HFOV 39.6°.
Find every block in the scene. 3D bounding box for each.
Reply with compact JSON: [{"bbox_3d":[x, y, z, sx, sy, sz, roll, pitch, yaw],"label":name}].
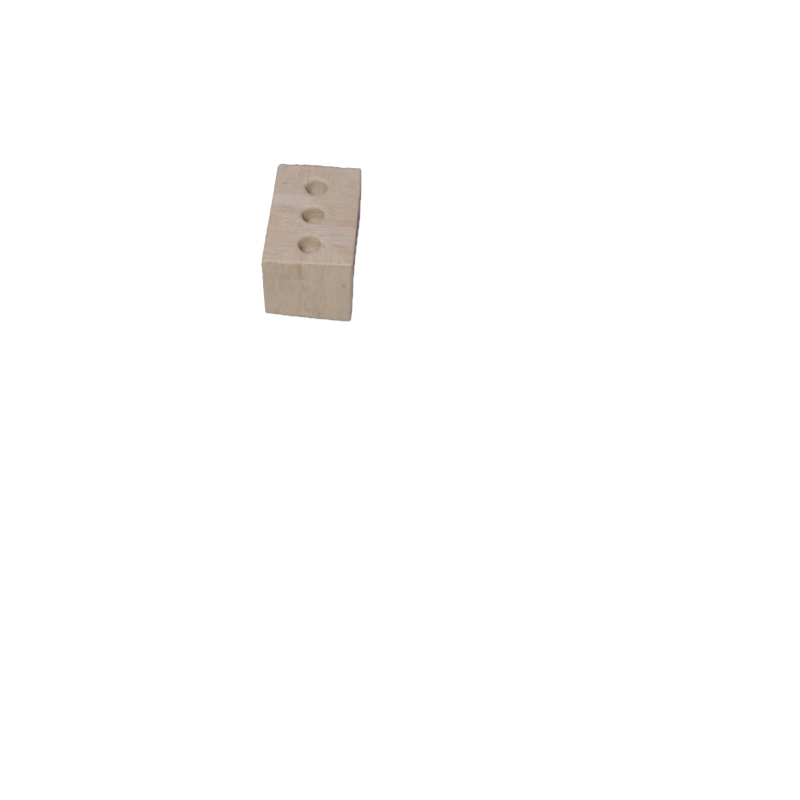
[{"bbox_3d":[-0.052,-0.094,0.659,0.053,0.083,0.048,3,-36,0],"label":"block"}]
